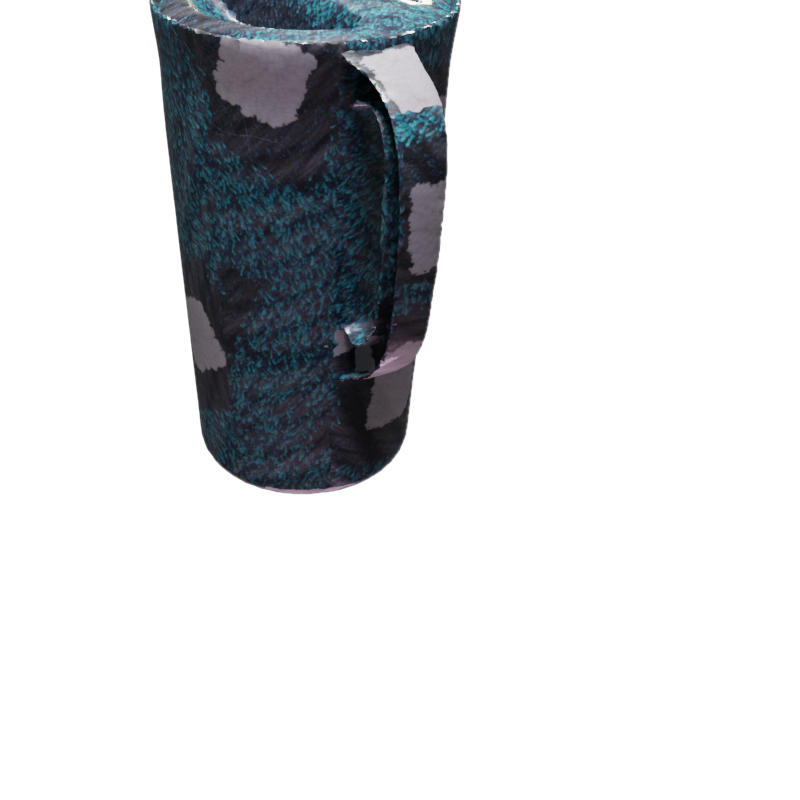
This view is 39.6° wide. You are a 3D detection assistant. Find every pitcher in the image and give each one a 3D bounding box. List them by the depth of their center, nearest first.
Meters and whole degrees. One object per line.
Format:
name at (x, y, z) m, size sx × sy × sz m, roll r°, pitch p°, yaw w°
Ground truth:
pitcher at (-0.041, -0.074, 0.519) m, size 0.148 × 0.229 × 0.155 m, roll 10°, pitch 32°, yaw 13°
